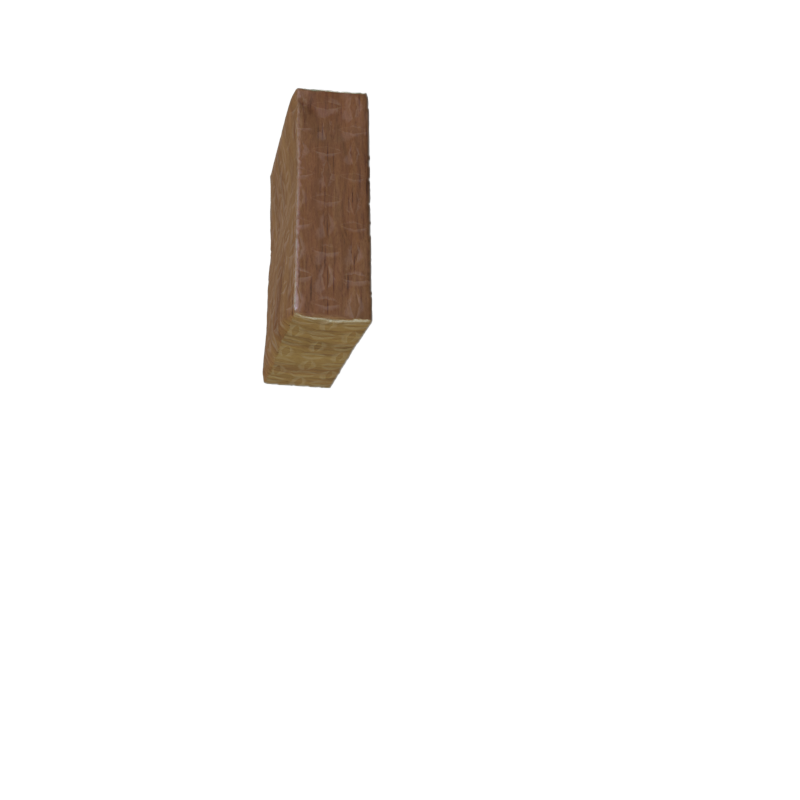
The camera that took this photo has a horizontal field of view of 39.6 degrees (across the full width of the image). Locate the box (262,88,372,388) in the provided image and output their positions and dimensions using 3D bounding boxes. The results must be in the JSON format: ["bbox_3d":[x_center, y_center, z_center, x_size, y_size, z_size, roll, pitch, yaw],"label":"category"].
[{"bbox_3d":[-0.075,-0.138,0.964,0.071,0.226,0.158,4,-23,-13],"label":"box"}]
